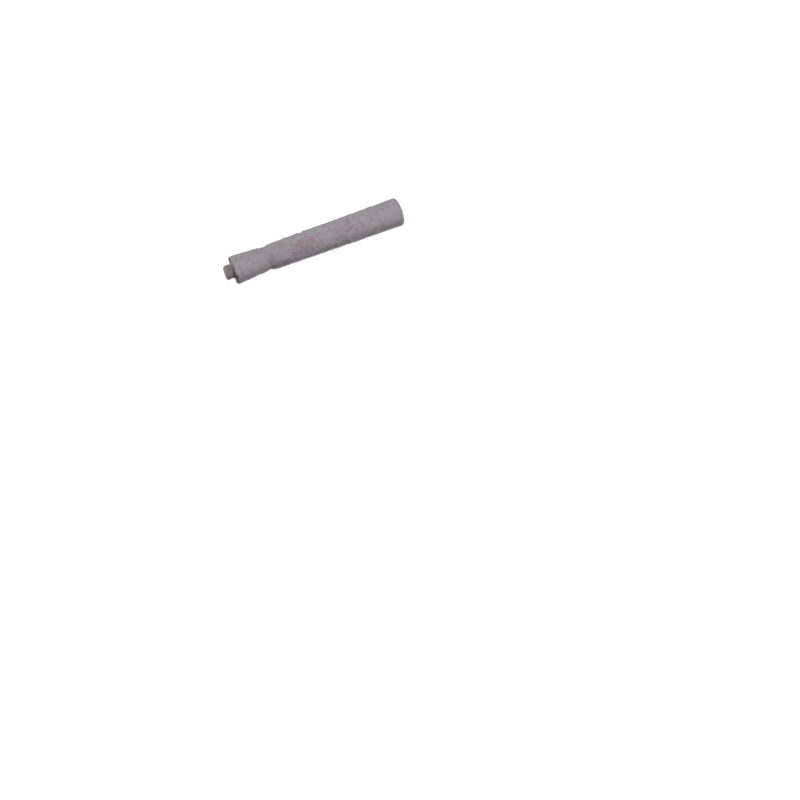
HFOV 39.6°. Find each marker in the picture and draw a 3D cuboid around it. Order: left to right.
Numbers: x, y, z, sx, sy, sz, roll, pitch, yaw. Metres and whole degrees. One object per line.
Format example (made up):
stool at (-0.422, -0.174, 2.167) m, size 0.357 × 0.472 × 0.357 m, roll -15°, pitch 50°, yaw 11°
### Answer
marker at (-0.056, -0.101, 0.710) m, size 0.120 × 0.019 × 0.020 m, roll -21°, pitch 9°, yaw -12°
